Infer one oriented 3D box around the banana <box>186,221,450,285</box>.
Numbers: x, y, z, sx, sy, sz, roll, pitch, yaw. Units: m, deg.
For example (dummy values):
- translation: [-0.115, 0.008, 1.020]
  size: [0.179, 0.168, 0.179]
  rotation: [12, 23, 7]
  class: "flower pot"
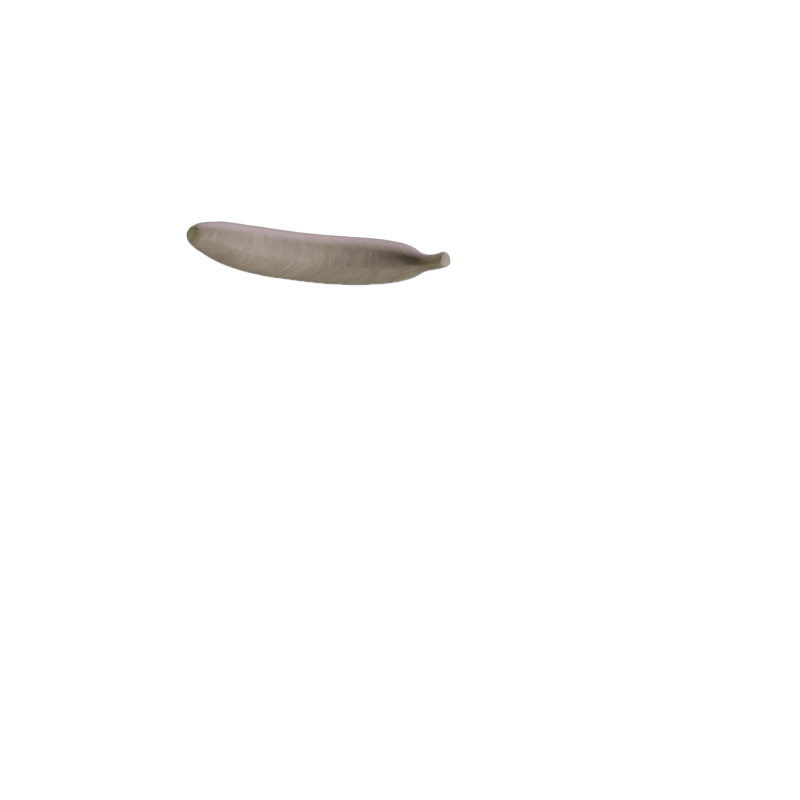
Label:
- translation: [-0.066, -0.114, 0.848]
  size: [0.195, 0.038, 0.067]
  rotation: [3, -17, -10]
  class: "banana"
